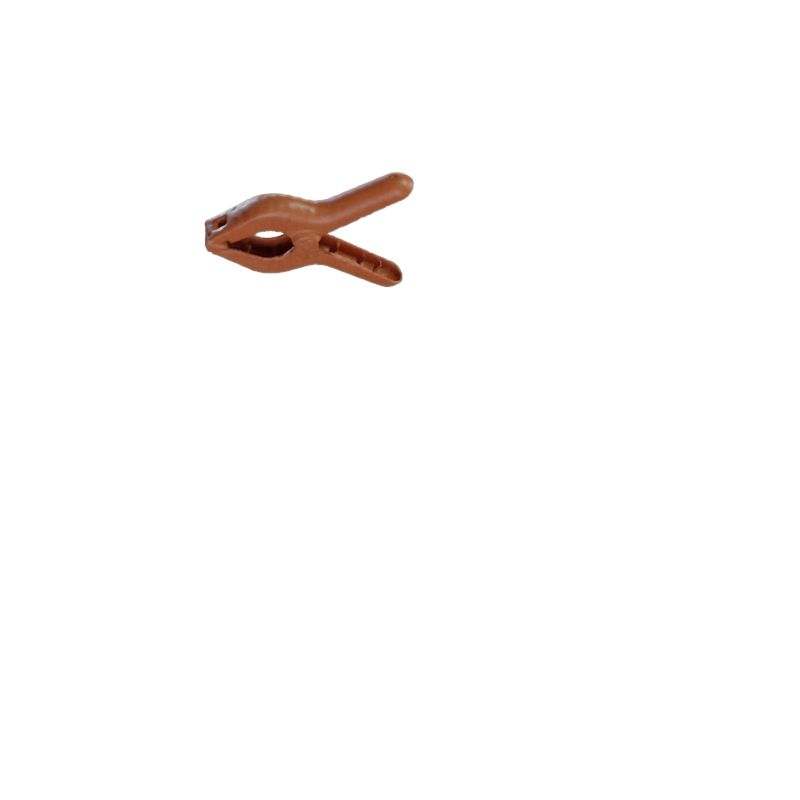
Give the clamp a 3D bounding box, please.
[{"bbox_3d":[-0.071,-0.129,0.907,0.172,0.111,0.042,-5,44,4],"label":"clamp"}]
